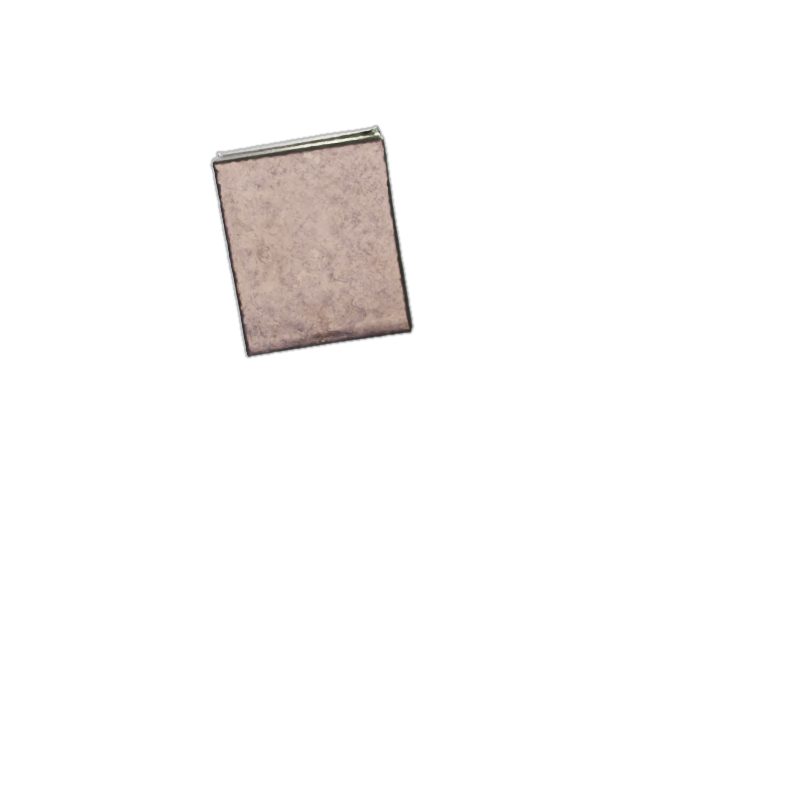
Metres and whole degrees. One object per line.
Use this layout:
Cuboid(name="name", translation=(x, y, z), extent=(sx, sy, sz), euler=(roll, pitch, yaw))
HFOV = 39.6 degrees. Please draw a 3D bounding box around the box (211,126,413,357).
Cuboid(name="box", translation=(-0.038, -0.069, 0.480), extent=(0.073, 0.087, 0.031), euler=(-9, 12, 1))
